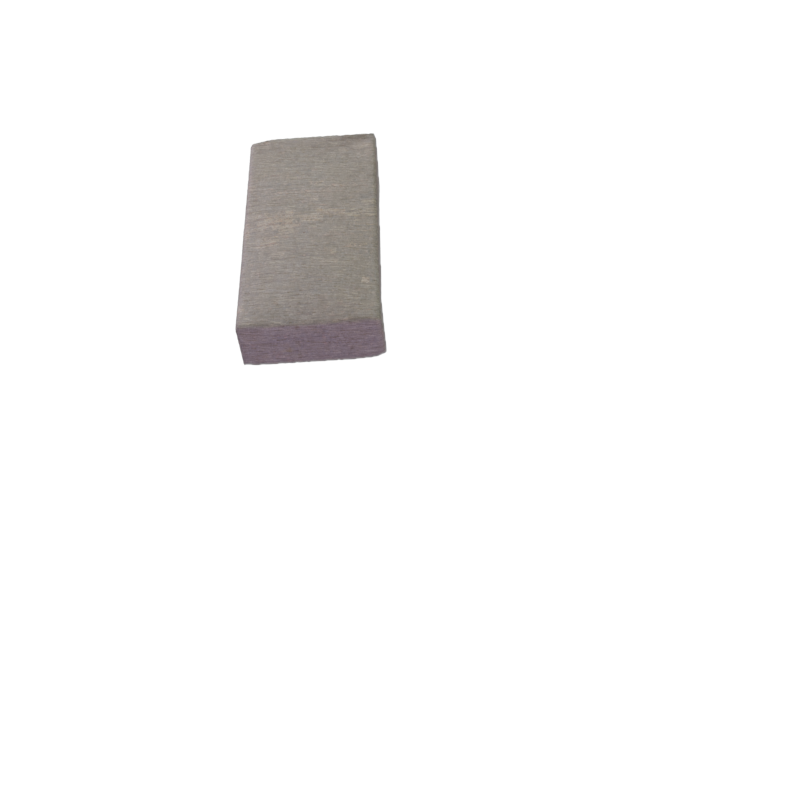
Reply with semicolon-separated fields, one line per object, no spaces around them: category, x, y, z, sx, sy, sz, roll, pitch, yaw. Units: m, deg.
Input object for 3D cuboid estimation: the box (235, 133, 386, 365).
box;-0.059;-0.107;0.751;0.094;0.189;0.044;-5;-38;3
